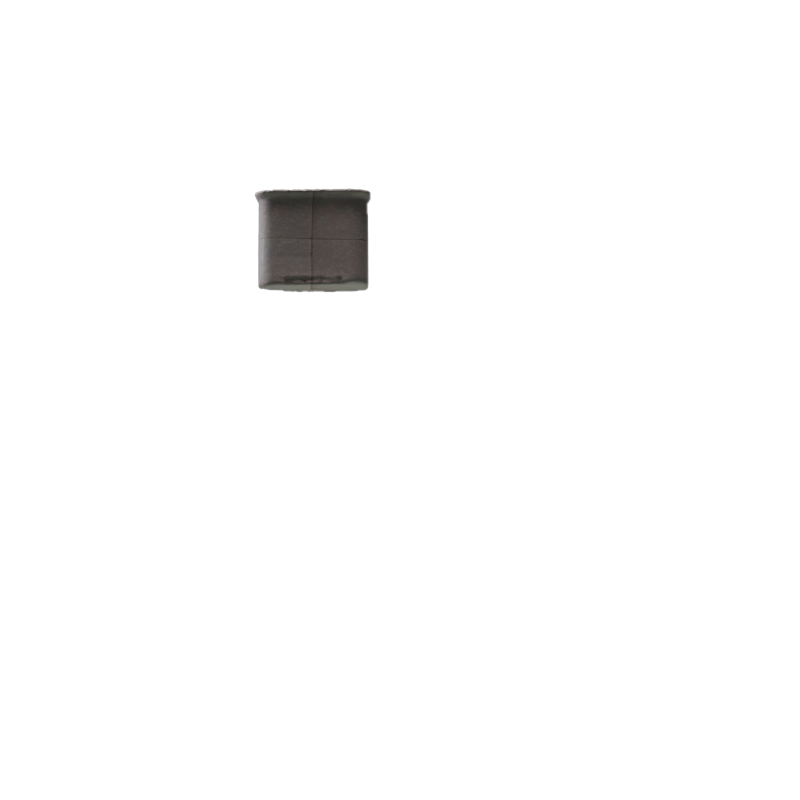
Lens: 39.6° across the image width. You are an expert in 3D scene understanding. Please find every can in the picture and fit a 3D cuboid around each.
[{"bbox_3d":[-0.076,-0.139,0.975,0.102,0.085,0.056,0,-6,1],"label":"can"}]
